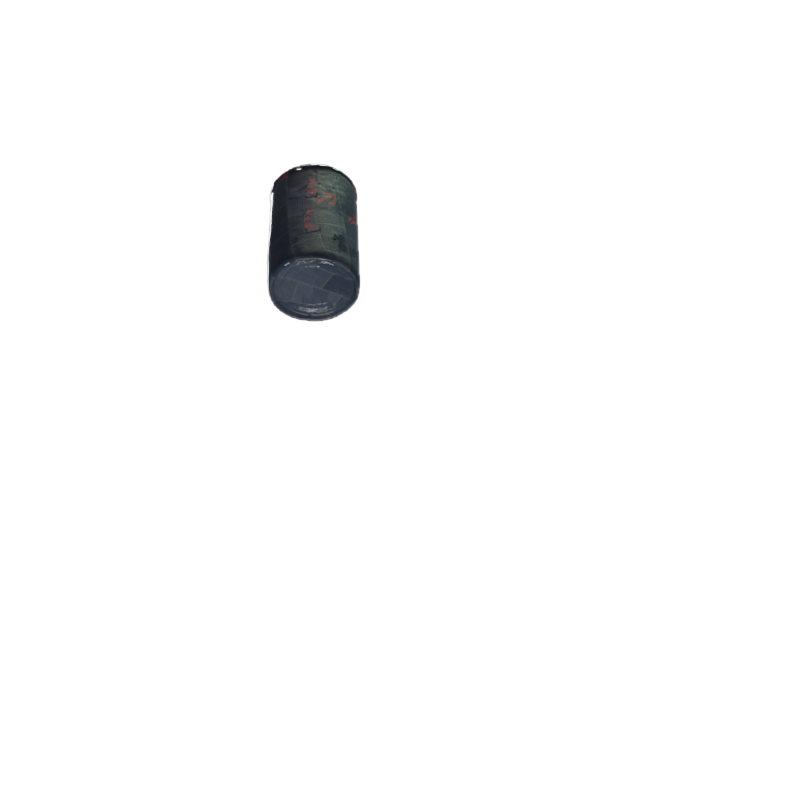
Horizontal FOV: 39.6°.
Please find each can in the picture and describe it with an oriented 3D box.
[{"bbox_3d":[-0.064,-0.117,0.821,0.068,0.110,0.064,-1,-43,-3],"label":"can"}]
